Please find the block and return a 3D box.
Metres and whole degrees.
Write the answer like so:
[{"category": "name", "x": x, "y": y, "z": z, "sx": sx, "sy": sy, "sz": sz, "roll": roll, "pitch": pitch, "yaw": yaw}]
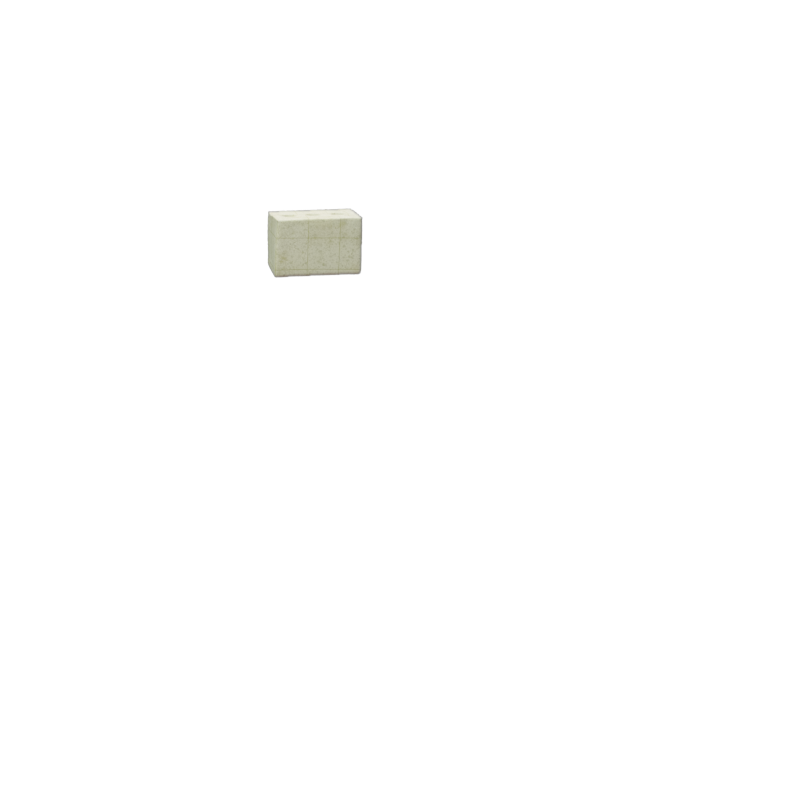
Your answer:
[{"category": "block", "x": -0.077, "y": -0.140, "z": 0.983, "sx": 0.077, "sy": 0.050, "sz": 0.055, "roll": -4, "pitch": 16, "yaw": -12}]
